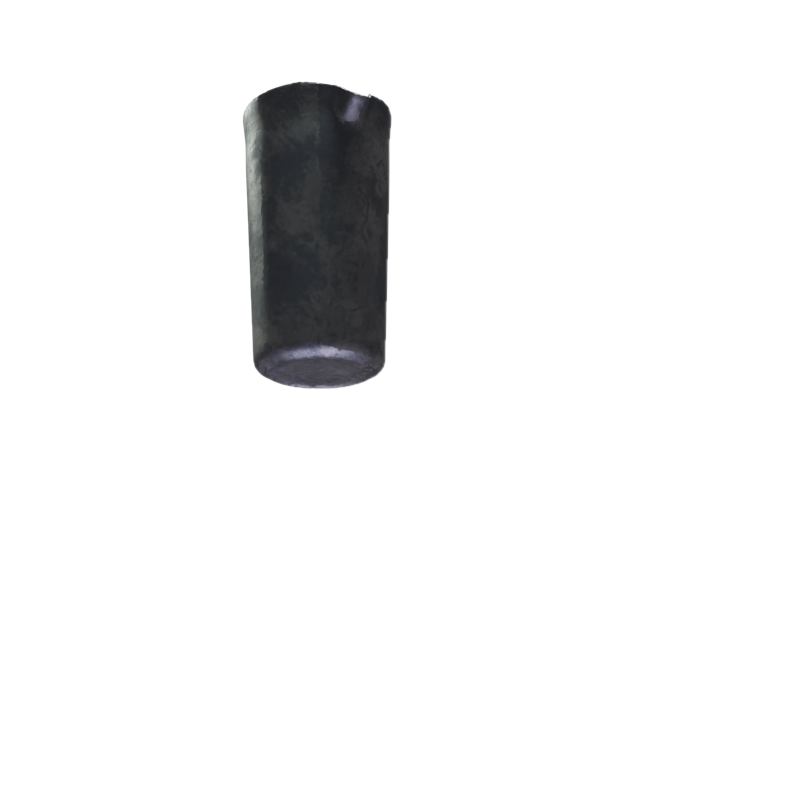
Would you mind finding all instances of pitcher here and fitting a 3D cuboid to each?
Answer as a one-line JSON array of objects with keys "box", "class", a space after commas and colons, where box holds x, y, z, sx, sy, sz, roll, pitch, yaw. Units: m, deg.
[{"box": [-0.075, -0.136, 0.954, 0.147, 0.256, 0.140, -7, -22, 14], "class": "pitcher"}]
